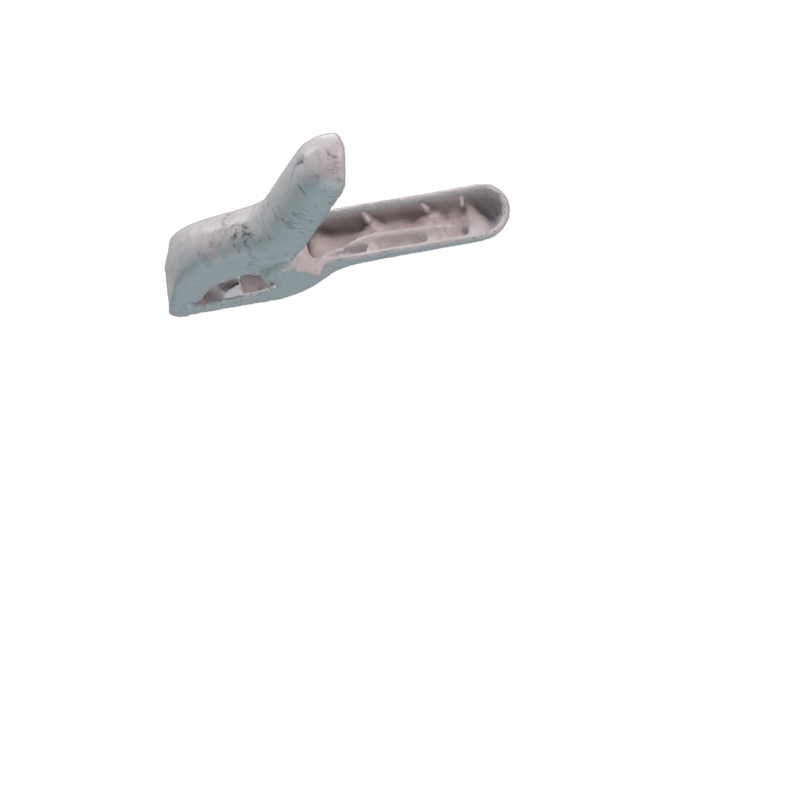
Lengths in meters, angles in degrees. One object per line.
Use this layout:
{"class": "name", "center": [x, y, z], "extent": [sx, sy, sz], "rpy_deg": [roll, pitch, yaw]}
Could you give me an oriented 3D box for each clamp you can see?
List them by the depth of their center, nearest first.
{"class": "clamp", "center": [-0.039, -0.072, 0.502], "extent": [0.114, 0.041, 0.173], "rpy_deg": [11, -17, -38]}
